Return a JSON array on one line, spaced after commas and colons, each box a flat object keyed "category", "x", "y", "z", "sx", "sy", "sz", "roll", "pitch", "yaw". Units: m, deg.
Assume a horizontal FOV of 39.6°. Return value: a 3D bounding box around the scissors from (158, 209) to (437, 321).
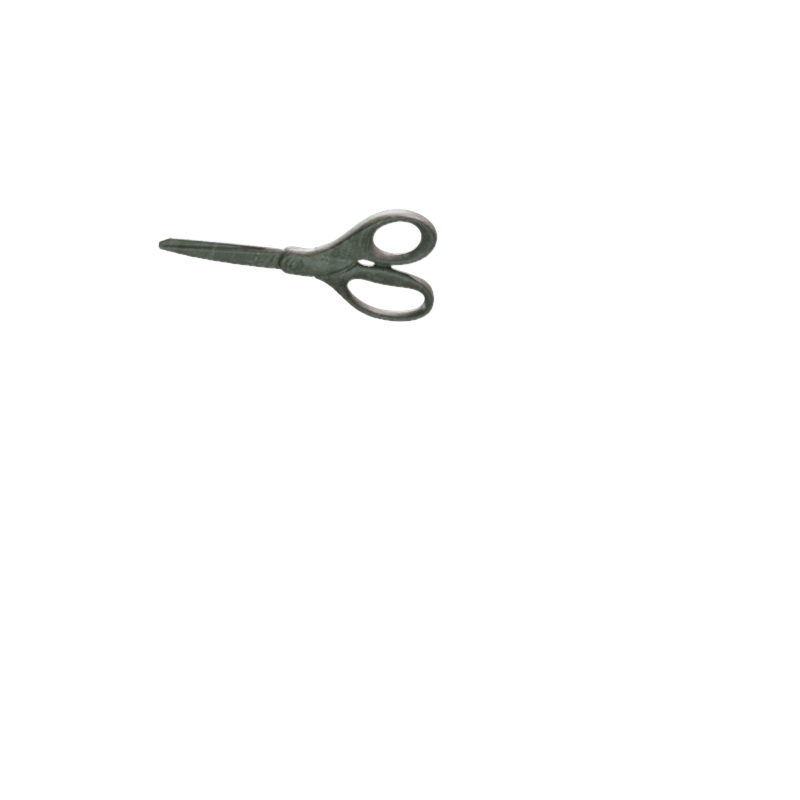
[{"category": "scissors", "x": -0.062, "y": -0.113, "z": 0.791, "sx": 0.197, "sy": 0.093, "sz": 0.017, "roll": 20, "pitch": 27, "yaw": -11}]
